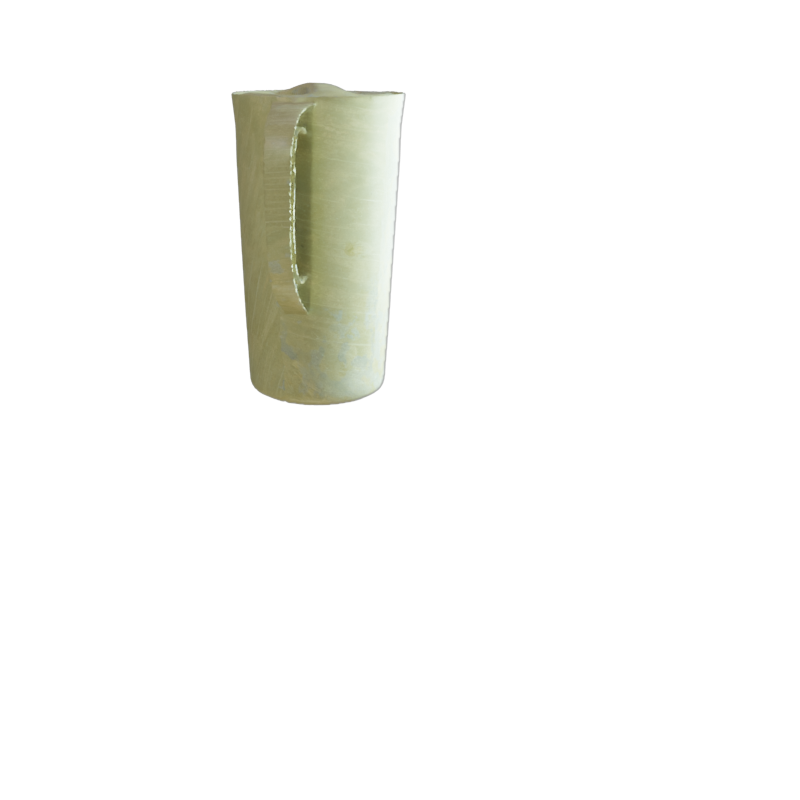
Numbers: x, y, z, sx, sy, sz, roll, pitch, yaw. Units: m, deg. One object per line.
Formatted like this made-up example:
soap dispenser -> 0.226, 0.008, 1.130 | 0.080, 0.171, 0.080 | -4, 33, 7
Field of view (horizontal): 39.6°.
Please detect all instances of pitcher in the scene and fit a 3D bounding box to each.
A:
pitcher -> -0.067, -0.123, 0.859 | 0.145, 0.237, 0.153 | -7, 14, -32
